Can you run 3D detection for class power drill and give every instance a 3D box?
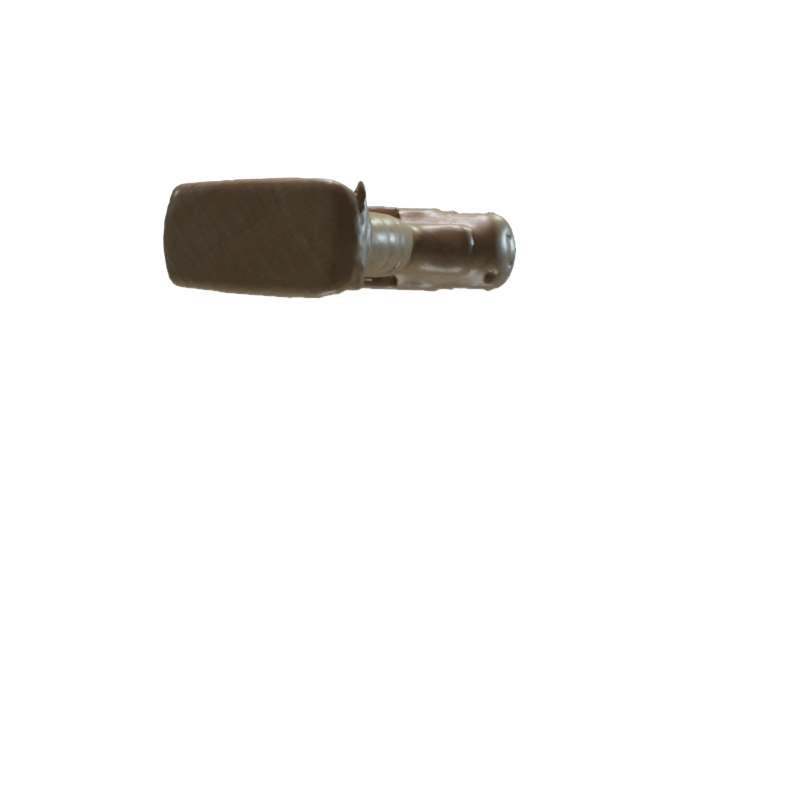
[{"bbox_3d":[-0.048,-0.088,0.615,0.190,0.057,0.183,3,7,25],"label":"power drill"}]
